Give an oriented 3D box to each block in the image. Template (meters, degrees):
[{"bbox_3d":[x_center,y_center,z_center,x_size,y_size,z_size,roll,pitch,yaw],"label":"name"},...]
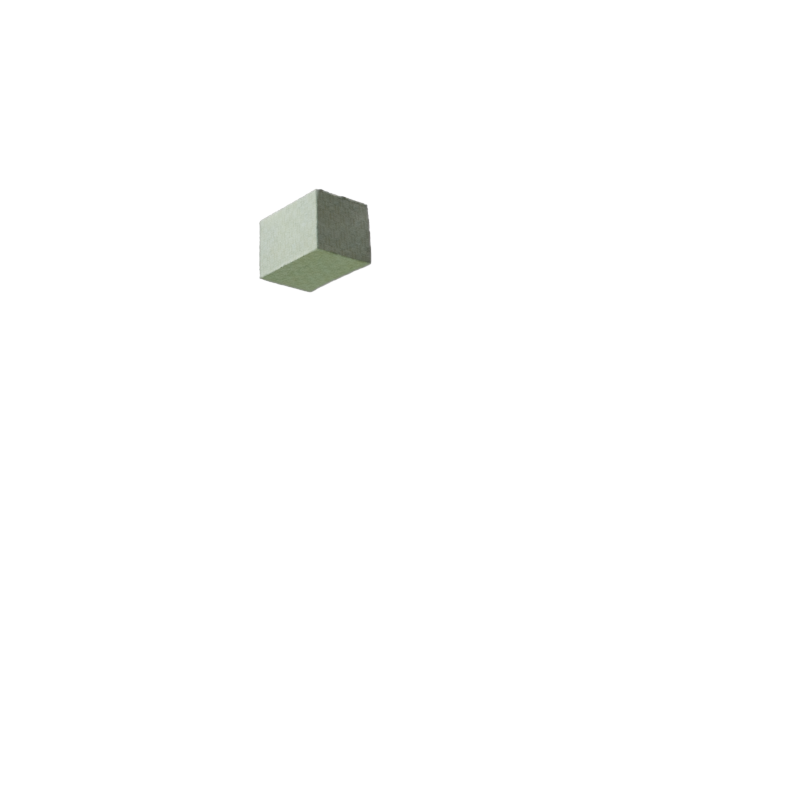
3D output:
[{"bbox_3d":[-0.067,-0.122,0.856,0.050,0.054,0.079,15,-23,-38],"label":"block"}]
